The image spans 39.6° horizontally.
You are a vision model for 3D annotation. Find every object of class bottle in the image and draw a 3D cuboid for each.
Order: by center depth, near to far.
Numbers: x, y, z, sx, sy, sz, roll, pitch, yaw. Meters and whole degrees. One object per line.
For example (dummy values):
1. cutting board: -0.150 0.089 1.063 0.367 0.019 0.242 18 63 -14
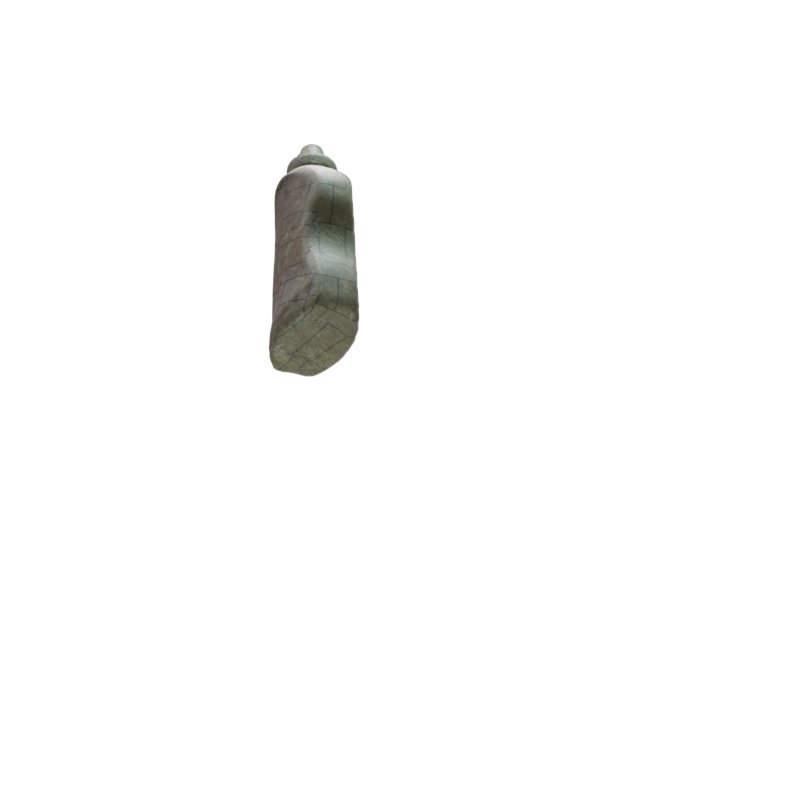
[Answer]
1. bottle: -0.067 -0.122 0.852 0.057 0.205 0.092 11 -38 -19
